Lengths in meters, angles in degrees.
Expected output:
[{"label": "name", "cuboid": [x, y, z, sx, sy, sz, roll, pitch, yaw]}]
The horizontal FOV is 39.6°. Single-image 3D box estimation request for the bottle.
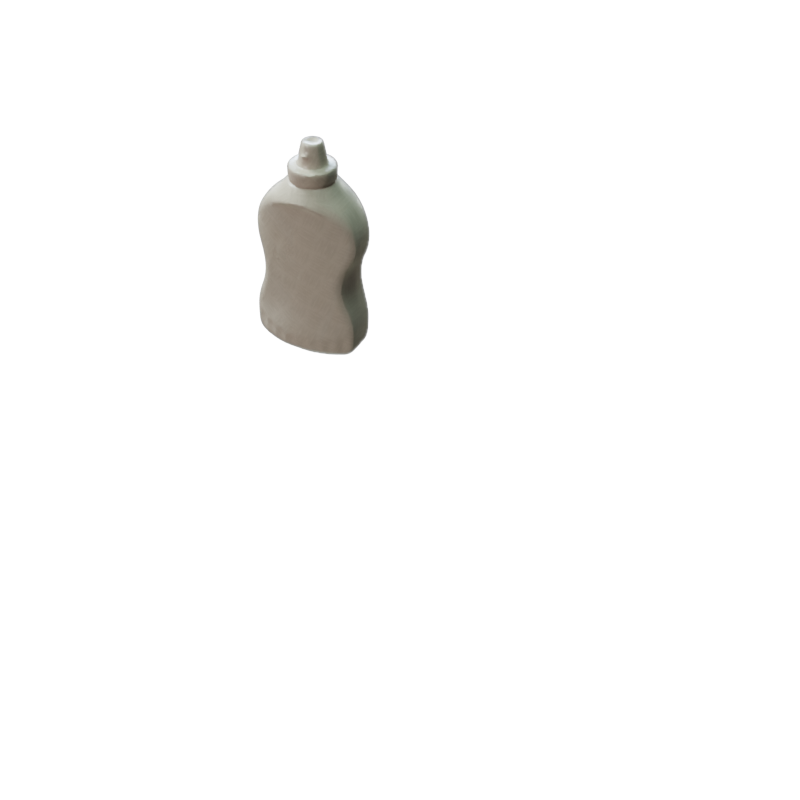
[{"label": "bottle", "cuboid": [-0.073, -0.133, 0.930, 0.101, 0.179, 0.059, 21, 39, 24]}]
